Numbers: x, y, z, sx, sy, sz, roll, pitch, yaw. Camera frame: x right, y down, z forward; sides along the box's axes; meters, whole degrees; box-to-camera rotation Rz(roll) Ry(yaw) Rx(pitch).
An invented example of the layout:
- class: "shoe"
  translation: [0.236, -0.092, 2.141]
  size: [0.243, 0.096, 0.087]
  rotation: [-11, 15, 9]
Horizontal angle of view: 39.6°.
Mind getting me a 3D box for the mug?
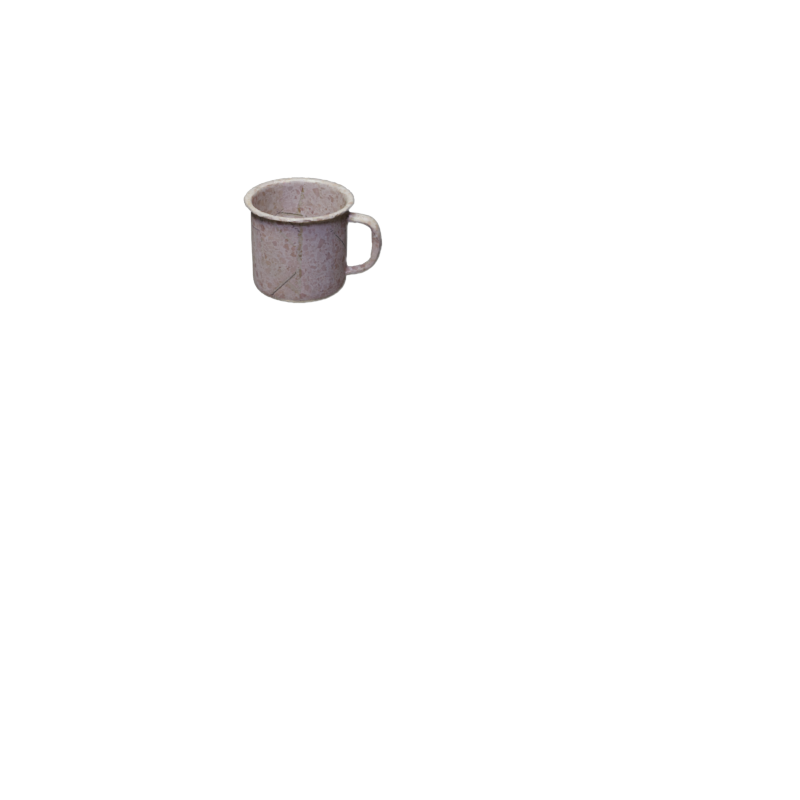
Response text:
- class: "mug"
  translation: [-0.074, -0.135, 0.945]
  size: [0.118, 0.077, 0.098]
  rotation: [3, 30, 3]
